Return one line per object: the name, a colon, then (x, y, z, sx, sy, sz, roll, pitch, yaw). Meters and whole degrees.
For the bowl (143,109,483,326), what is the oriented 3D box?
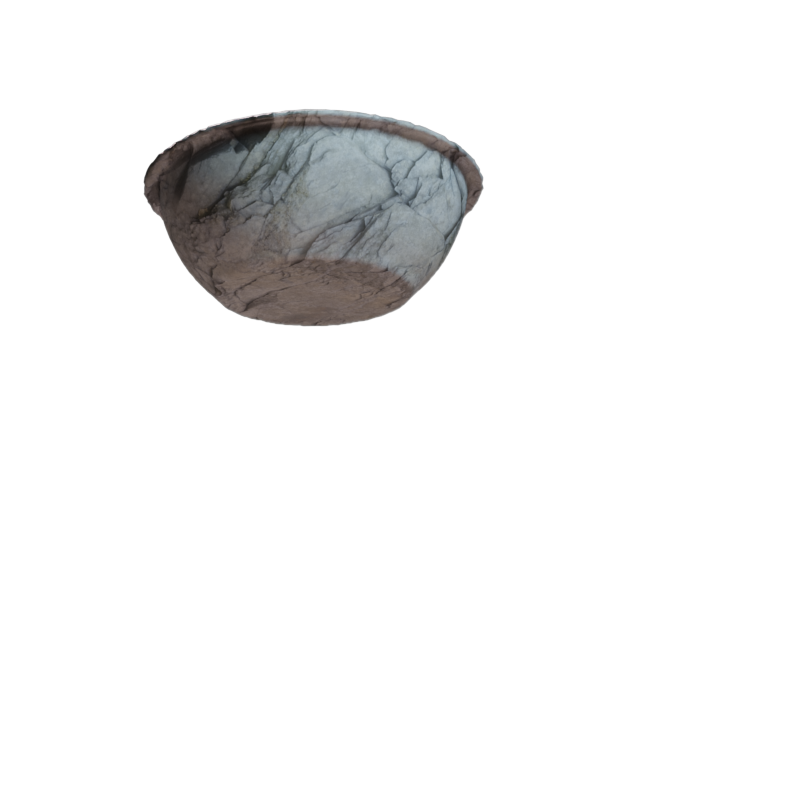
bowl: (-0.041, -0.075, 0.523, 0.162, 0.058, 0.155, 0, -16, -2)
